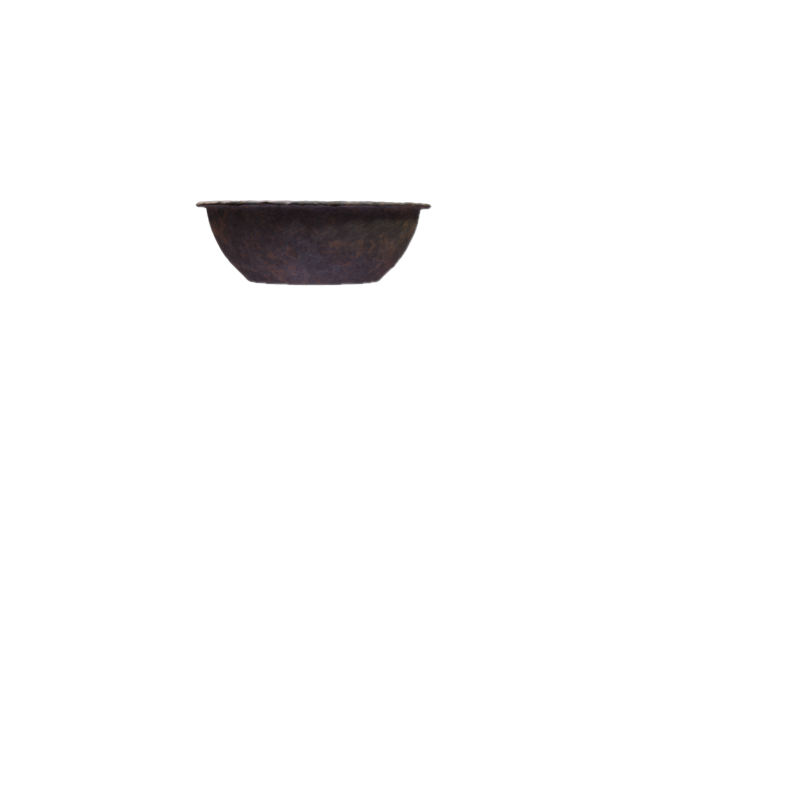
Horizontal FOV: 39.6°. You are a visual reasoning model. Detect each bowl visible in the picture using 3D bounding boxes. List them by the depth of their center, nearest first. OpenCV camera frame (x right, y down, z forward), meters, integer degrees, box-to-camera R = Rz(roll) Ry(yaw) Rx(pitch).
[{"bbox_3d":[-0.060,-0.109,0.764,0.162,0.054,0.164,0,9,-2],"label":"bowl"}]
